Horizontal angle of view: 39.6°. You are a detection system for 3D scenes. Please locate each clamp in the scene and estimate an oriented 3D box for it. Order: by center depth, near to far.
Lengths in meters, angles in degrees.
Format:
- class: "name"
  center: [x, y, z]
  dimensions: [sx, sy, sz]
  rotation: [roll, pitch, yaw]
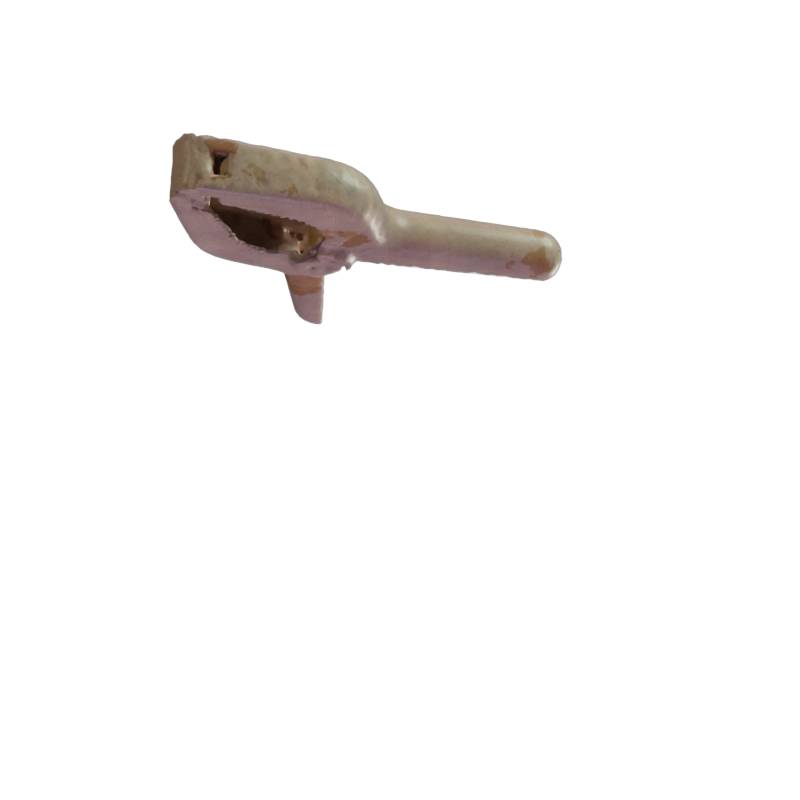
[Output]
- class: "clamp"
  center: [-0.043, -0.079, 0.550]
  dimensions: [0.167, 0.038, 0.198]
  rotation: [-12, -18, 41]
